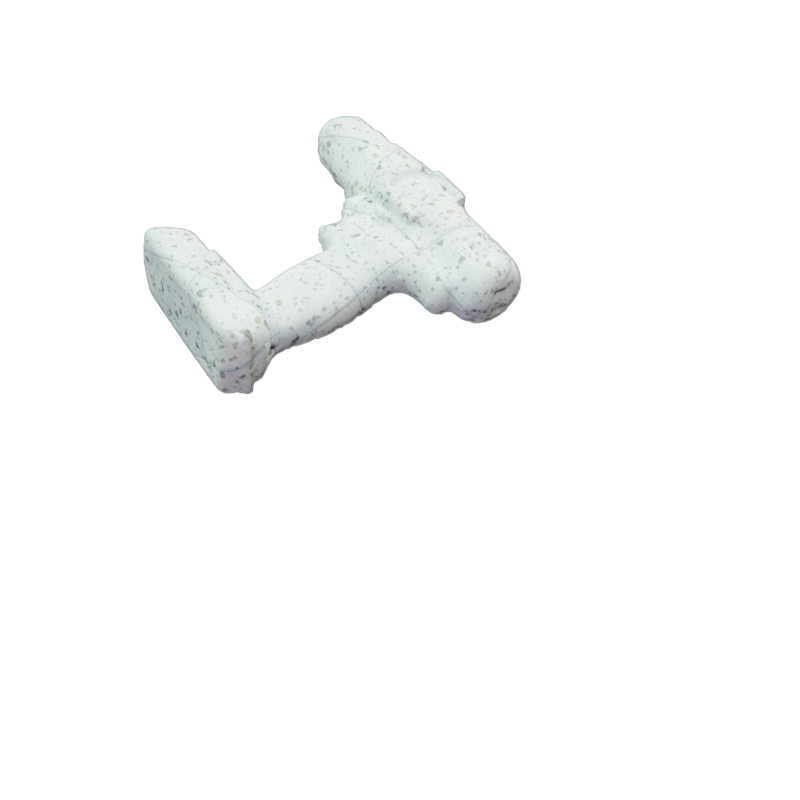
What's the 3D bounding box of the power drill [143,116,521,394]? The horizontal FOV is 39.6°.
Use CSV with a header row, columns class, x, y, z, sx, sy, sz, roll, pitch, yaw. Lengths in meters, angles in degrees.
class,x,y,z,sx,sy,sz,roll,pitch,yaw
power drill,-0.051,-0.093,0.651,0.186,0.053,0.199,-24,50,-22
